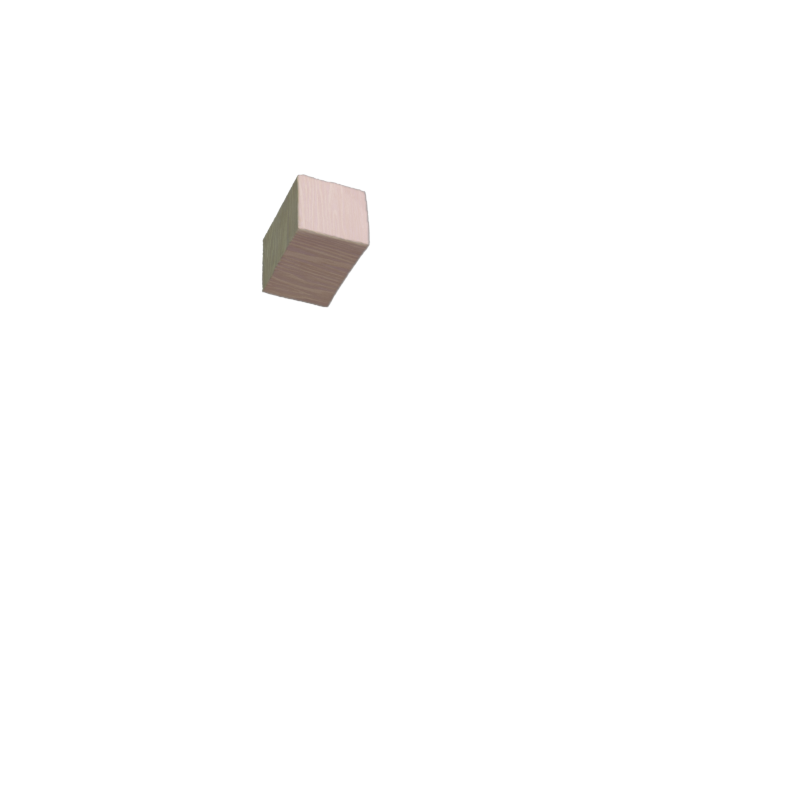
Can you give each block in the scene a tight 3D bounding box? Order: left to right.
[{"bbox_3d":[-0.061,-0.111,0.776,0.051,0.055,0.075,14,-38,-21],"label":"block"}]
